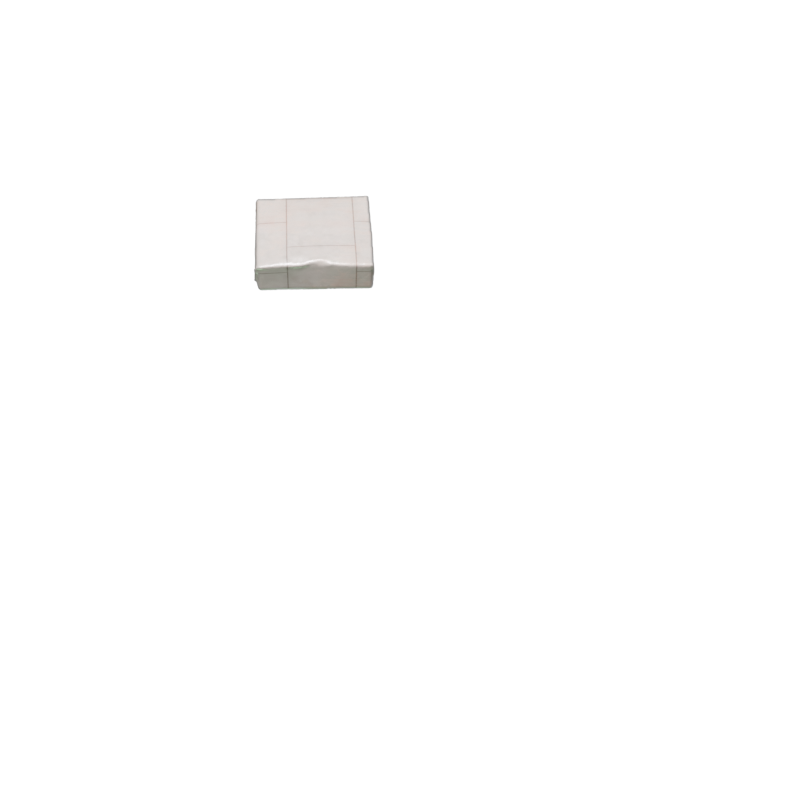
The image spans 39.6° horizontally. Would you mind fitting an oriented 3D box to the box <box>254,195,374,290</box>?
[{"bbox_3d":[-0.066,-0.120,0.844,0.089,0.079,0.028,-2,-39,-2],"label":"box"}]
